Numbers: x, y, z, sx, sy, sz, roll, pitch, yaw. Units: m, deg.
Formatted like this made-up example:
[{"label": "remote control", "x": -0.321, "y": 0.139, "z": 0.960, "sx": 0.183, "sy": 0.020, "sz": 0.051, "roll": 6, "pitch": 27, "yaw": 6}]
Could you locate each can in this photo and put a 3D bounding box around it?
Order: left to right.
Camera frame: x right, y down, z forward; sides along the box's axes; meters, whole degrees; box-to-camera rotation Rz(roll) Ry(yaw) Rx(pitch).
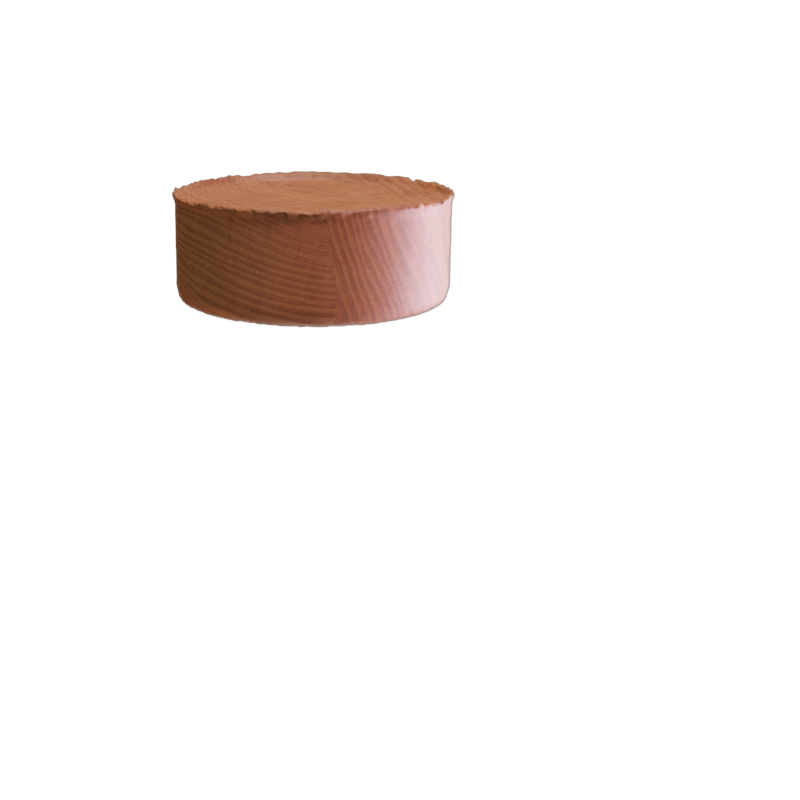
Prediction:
[{"label": "can", "x": -0.027, "y": -0.049, "z": 0.341, "sx": 0.086, "sy": 0.032, "sz": 0.089, "roll": -1, "pitch": 17, "yaw": -2}]
